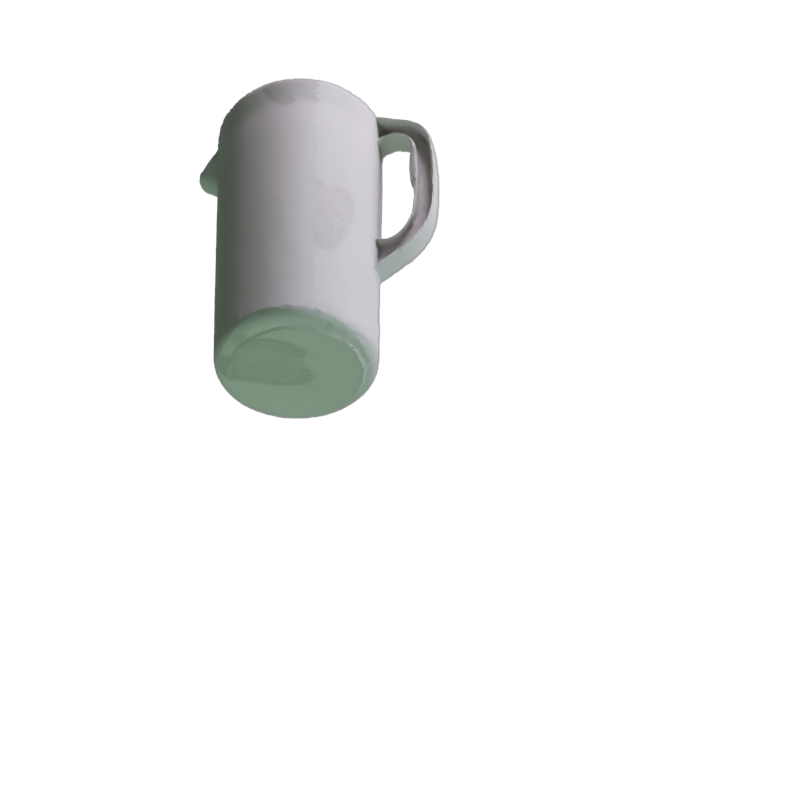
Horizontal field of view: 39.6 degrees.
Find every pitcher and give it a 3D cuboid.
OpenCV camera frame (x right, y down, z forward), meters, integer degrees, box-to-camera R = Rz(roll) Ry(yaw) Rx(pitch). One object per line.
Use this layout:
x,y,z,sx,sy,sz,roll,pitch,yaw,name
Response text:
-0.062,-0.114,0.796,0.139,0.261,0.145,21,-48,-24,pitcher
